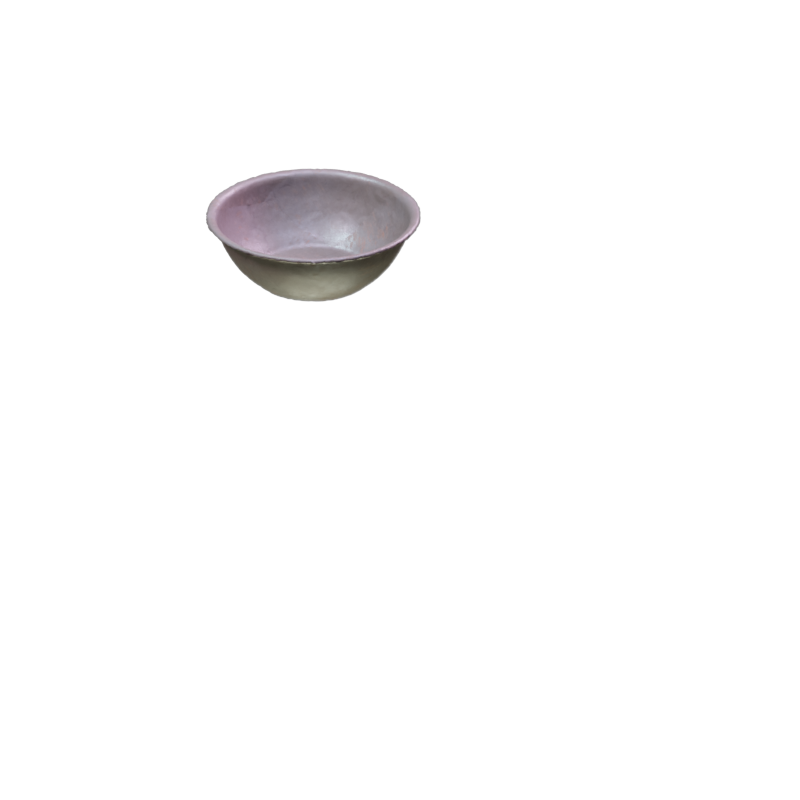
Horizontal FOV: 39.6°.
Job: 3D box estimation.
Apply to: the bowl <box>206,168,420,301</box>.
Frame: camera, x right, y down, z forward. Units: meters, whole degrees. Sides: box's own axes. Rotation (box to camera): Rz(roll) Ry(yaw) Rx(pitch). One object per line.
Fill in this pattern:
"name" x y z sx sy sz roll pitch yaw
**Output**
"bowl" -0.066 -0.121 0.847 0.162 0.052 0.172 -1 33 -2
